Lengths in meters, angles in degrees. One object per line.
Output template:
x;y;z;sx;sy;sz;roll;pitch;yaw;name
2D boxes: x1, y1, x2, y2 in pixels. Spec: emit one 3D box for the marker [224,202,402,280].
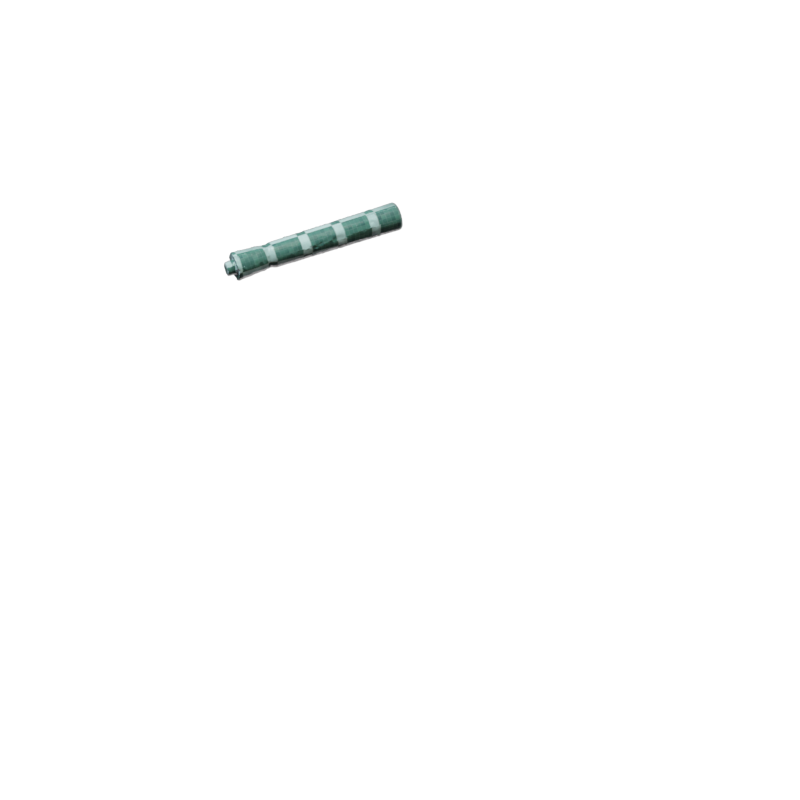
-0.056;-0.103;0.720;0.120;0.019;0.020;-20;10;-16;marker
